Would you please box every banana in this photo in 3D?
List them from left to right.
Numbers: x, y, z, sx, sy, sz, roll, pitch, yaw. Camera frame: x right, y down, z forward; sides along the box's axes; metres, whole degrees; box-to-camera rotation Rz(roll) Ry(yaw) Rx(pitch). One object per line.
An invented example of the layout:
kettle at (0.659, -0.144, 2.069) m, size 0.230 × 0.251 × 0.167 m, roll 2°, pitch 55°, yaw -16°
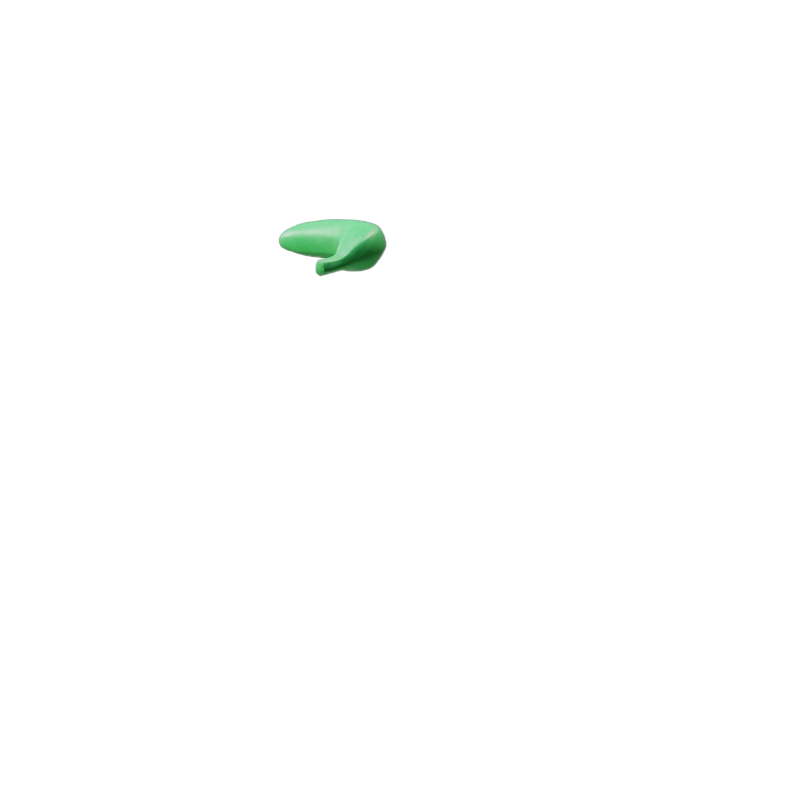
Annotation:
banana at (-0.053, -0.131, 0.915) m, size 0.068 × 0.036 × 0.205 m, roll -2°, pitch 12°, yaw -13°
